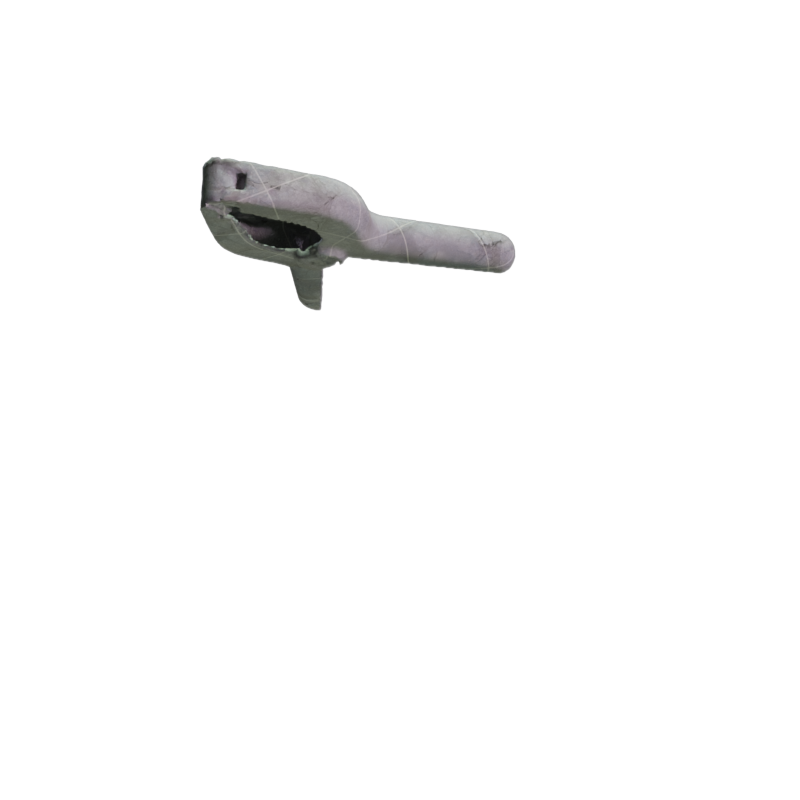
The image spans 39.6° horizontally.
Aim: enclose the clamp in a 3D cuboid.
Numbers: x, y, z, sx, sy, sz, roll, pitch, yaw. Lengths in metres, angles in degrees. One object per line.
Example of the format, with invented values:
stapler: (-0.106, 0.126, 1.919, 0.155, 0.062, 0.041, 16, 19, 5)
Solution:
clamp: (-0.053, -0.097, 0.682, 0.167, 0.038, 0.198, -12, -18, 41)
